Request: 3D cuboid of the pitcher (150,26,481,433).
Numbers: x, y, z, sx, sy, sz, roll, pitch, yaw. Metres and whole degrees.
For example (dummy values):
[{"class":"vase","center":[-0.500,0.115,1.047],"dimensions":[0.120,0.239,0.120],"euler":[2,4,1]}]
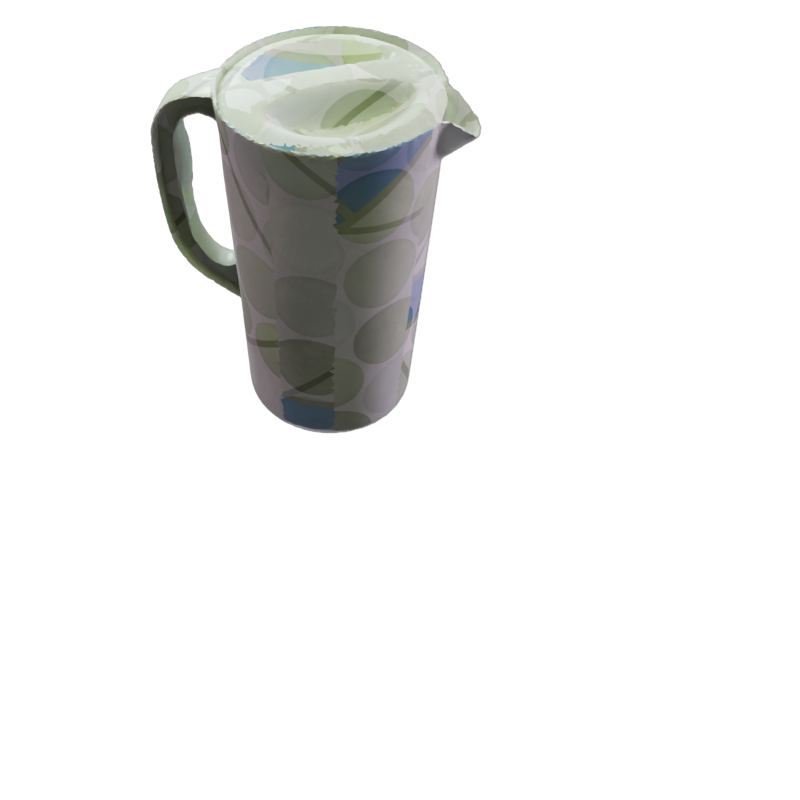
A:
[{"class":"pitcher","center":[-0.053,-0.098,0.683],"dimensions":[0.144,0.226,0.160],"euler":[-26,51,-27]}]
